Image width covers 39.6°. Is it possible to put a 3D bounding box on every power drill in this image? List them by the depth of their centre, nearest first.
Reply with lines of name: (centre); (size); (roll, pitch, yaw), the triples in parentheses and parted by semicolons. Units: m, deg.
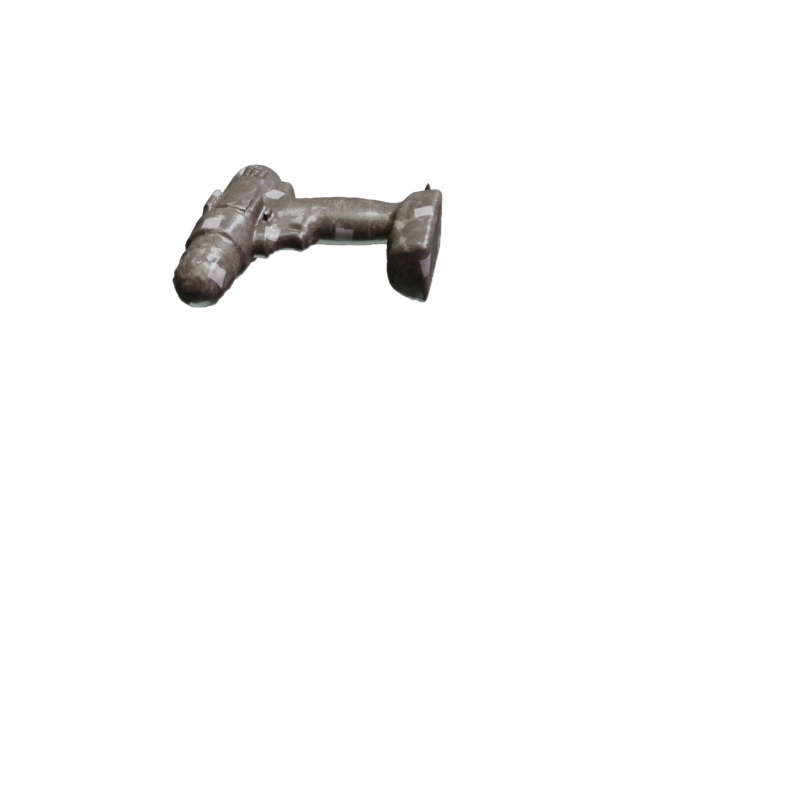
power drill: (-0.067, -0.122, 0.852); (0.191, 0.054, 0.194); (7, 37, 9)
